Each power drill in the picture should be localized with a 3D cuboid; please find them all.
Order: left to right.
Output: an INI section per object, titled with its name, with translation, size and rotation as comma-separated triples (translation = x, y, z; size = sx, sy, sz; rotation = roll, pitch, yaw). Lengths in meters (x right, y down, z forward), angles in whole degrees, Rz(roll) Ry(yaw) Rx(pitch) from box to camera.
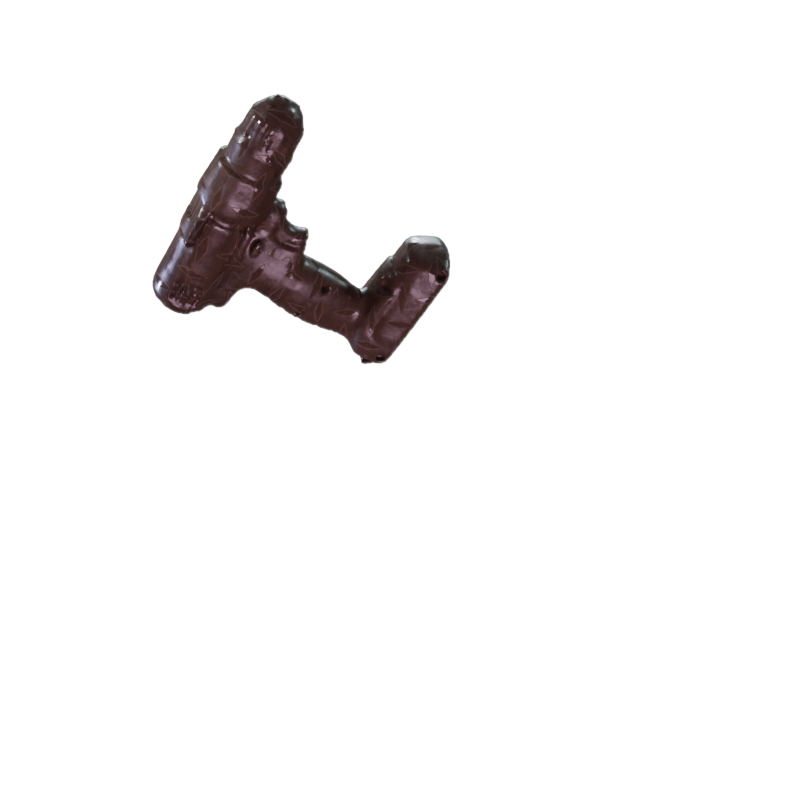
[power drill]
translation = -0.062, -0.113, 0.791
size = 0.181, 0.179, 0.061
rotation = 24, 35, -18
